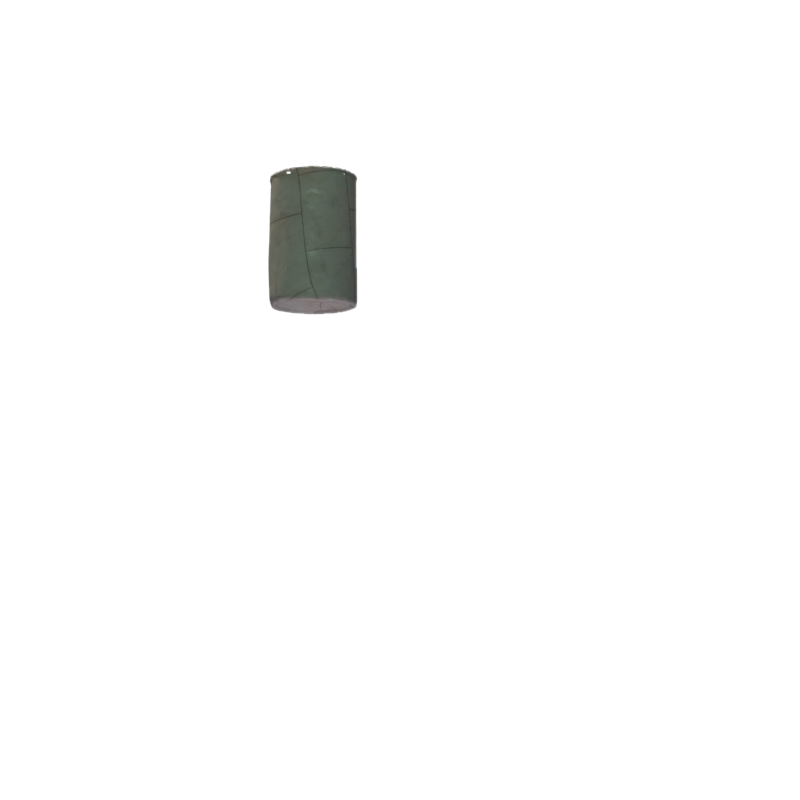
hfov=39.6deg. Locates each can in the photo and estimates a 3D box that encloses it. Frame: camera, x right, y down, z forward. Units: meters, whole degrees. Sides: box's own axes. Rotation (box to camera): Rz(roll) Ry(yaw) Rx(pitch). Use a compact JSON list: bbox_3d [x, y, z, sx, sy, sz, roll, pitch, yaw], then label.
[{"bbox_3d":[-0.067,-0.121,0.851,0.068,0.105,0.067,0,-11,-2],"label":"can"}]
